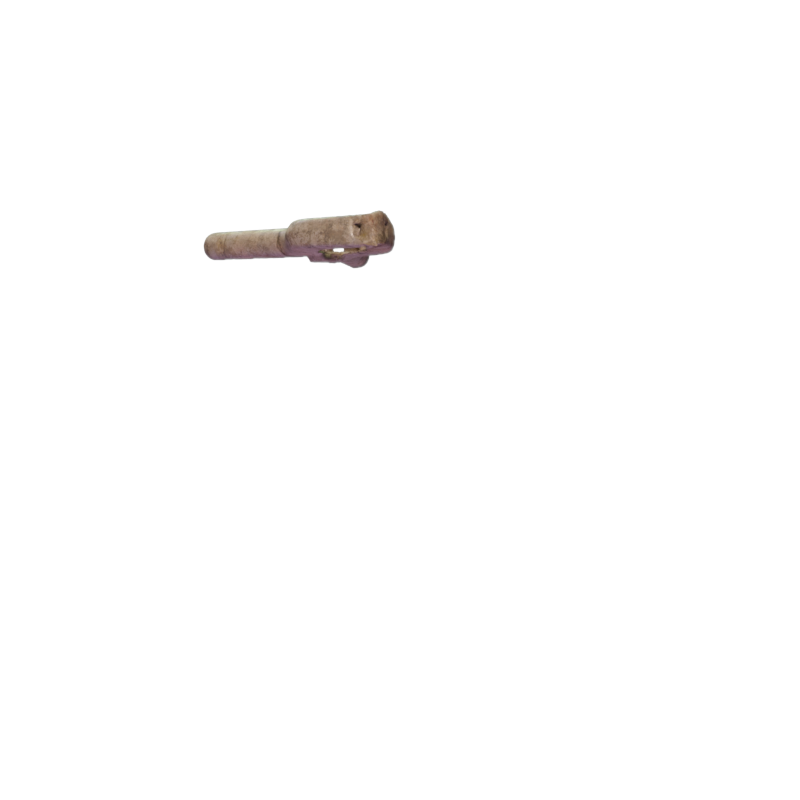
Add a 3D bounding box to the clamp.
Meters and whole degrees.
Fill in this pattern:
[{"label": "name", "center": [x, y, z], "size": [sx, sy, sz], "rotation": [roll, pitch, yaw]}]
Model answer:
[{"label": "clamp", "center": [-0.076, -0.138, 0.968], "size": [0.161, 0.037, 0.214], "rotation": [0, 2, -19]}]
